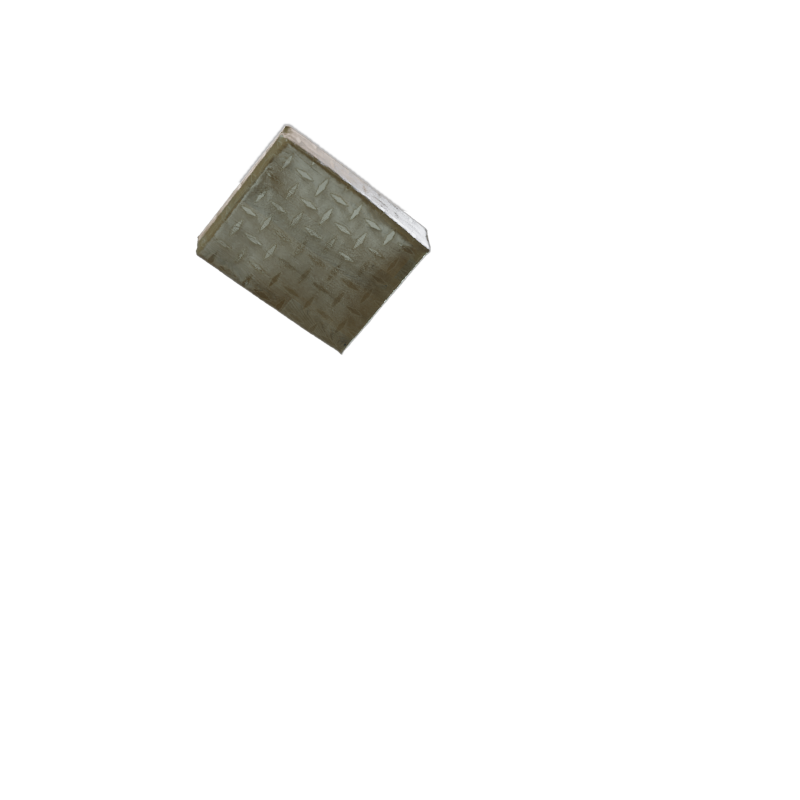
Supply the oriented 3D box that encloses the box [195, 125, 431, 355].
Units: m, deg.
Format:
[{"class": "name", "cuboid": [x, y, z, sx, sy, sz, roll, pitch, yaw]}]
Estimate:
[{"class": "box", "cuboid": [-0.052, -0.095, 0.662, 0.110, 0.088, 0.041, 37, 17, -13]}]
